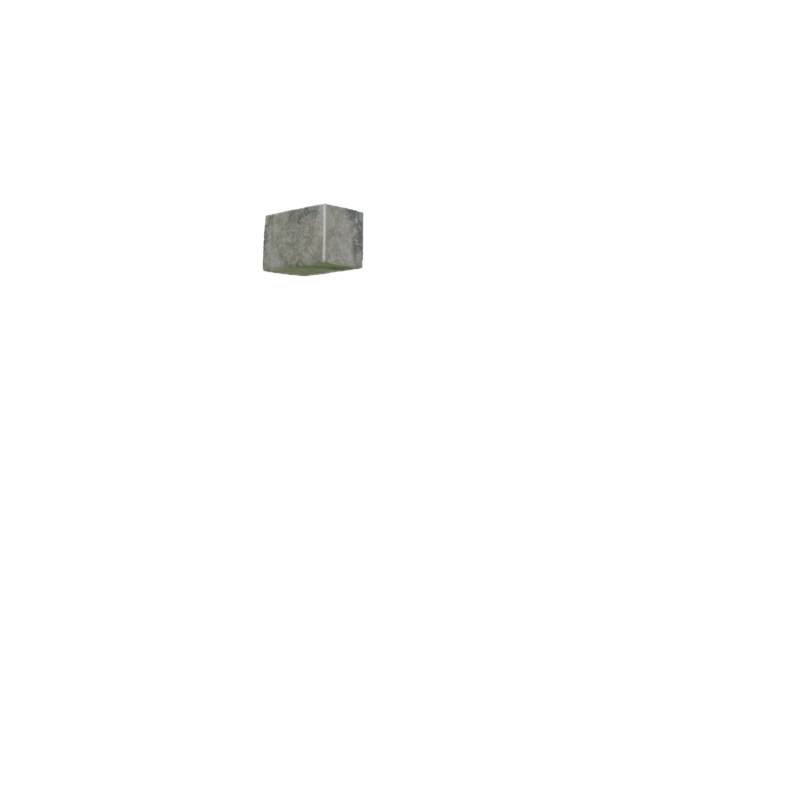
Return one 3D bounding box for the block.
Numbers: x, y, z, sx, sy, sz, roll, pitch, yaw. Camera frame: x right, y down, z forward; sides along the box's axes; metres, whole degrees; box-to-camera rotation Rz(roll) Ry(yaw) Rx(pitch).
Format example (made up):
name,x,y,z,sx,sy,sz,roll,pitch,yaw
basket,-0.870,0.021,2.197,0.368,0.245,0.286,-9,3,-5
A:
name,x,y,z,sx,sy,sz,roll,pitch,yaw
block,-0.077,-0.141,0.987,0.080,0.052,0.050,-4,-7,42
